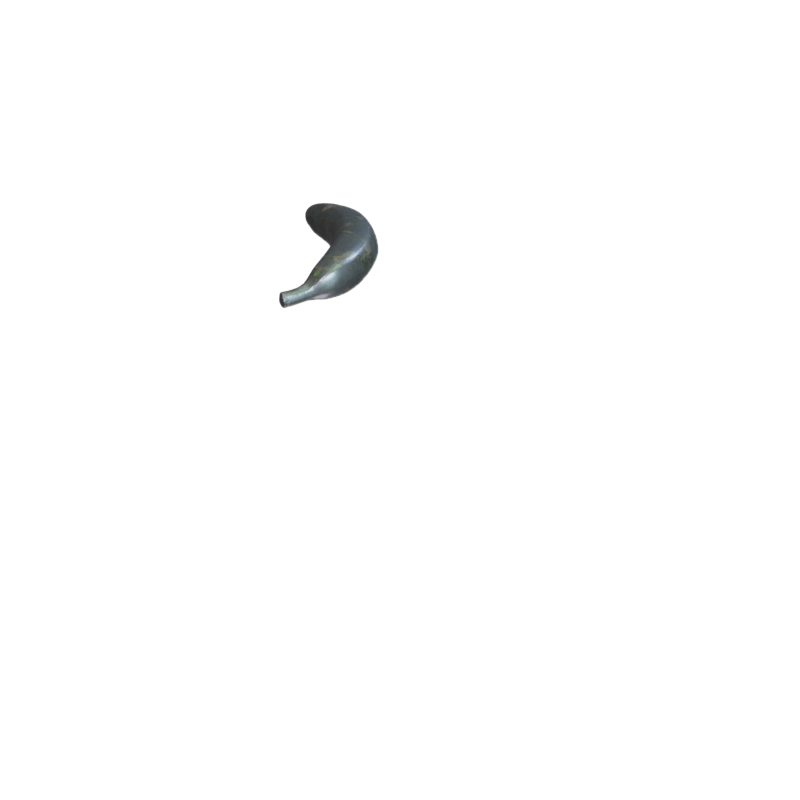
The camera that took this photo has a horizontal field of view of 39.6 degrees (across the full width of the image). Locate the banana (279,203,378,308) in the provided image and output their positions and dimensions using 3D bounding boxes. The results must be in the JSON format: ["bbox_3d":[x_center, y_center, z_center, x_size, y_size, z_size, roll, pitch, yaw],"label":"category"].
[{"bbox_3d":[-0.052,-0.125,0.890,0.070,0.035,0.207,1,26,2],"label":"banana"}]
